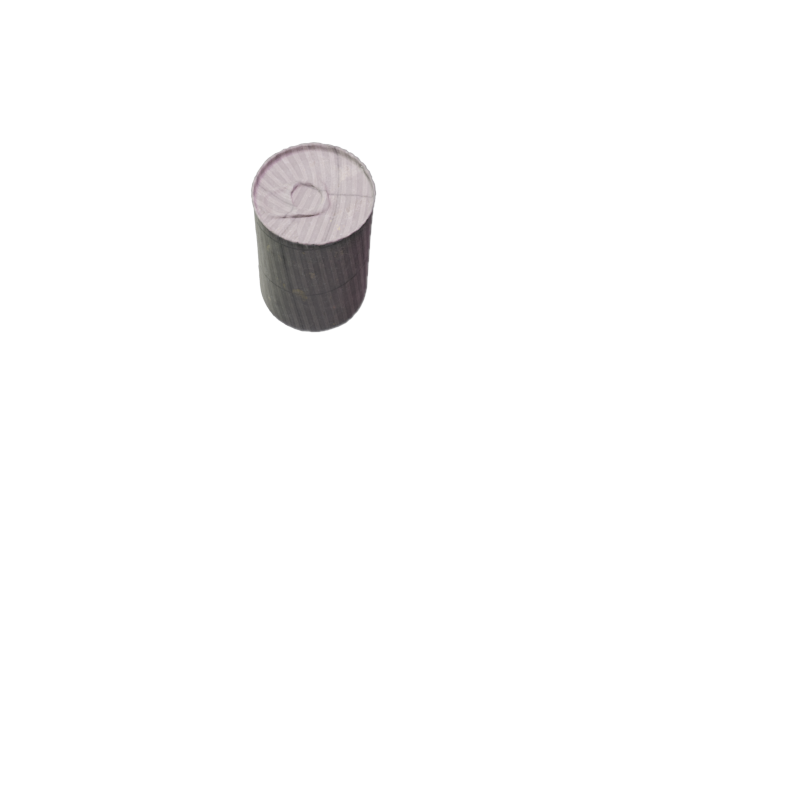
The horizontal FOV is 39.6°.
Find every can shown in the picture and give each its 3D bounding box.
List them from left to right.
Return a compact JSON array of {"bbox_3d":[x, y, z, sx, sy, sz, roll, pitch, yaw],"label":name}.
[{"bbox_3d":[-0.050,-0.092,0.644,0.068,0.073,0.096,0,-28,-3],"label":"can"}]
